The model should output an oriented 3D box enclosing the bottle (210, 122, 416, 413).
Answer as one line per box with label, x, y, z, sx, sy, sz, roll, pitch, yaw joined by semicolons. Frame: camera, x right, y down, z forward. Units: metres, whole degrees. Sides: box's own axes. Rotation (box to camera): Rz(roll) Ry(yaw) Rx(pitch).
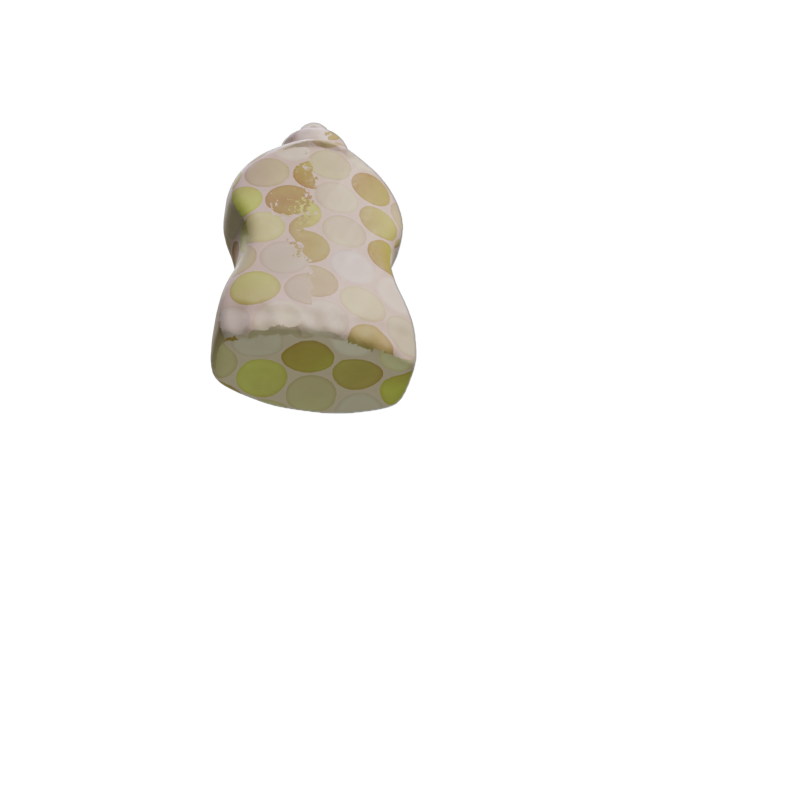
bottle;-0.046;-0.084;0.586;0.095;0.206;0.055;6;-45;-9
